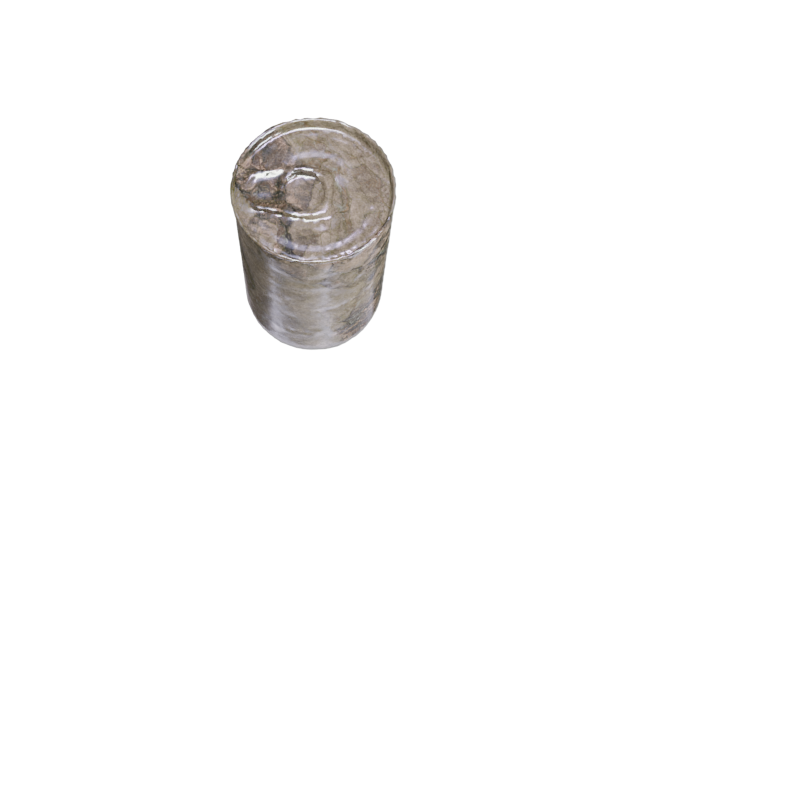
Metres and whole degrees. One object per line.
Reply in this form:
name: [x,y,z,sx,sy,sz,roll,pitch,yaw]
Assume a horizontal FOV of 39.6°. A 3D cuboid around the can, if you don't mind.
can: [-0.039,-0.071,0.496,0.068,0.072,0.097,0,-21,-3]
